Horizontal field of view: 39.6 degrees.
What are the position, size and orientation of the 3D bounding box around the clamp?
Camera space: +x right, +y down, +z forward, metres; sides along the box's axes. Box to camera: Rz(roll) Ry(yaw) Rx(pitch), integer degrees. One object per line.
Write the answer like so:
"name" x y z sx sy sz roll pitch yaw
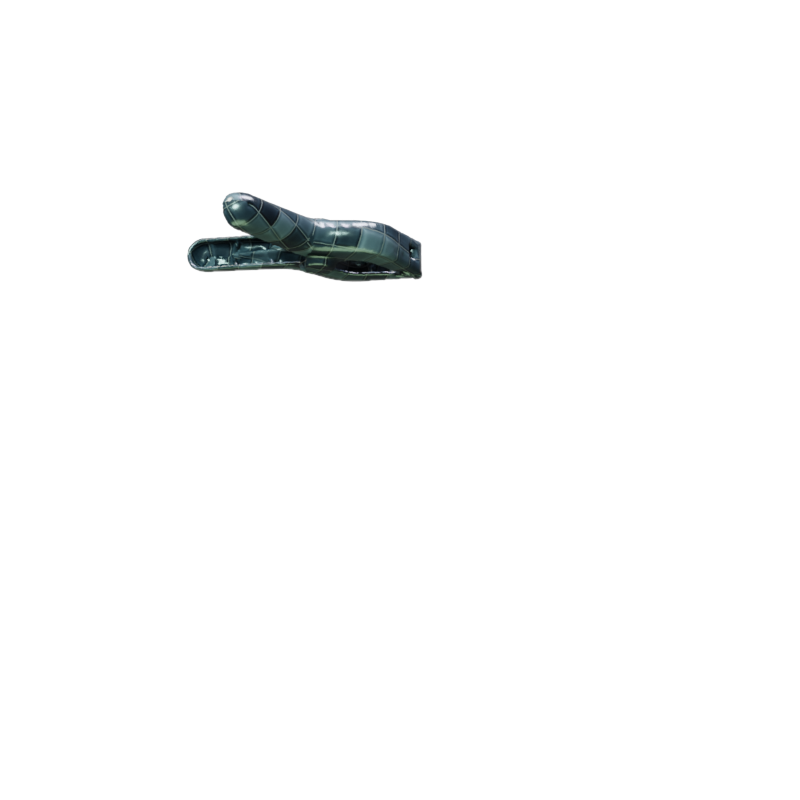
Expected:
"clamp" -0.062 -0.112 0.786 0.169 0.040 0.119 1 -6 -11
